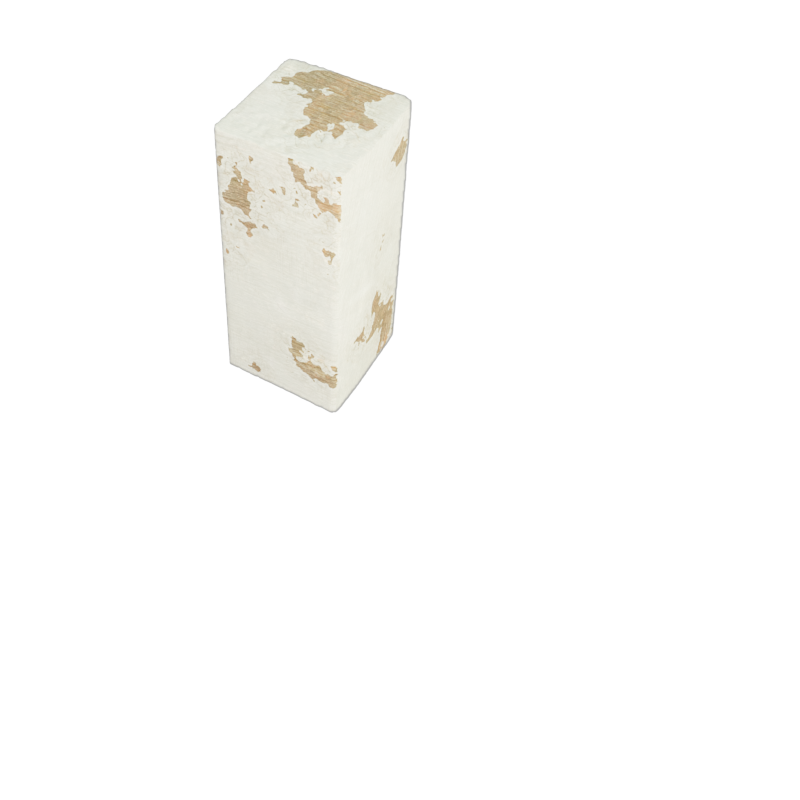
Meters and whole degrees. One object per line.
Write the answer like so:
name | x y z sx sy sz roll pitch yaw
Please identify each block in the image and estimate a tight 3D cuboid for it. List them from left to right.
block | -0.056 -0.103 0.723 0.094 0.192 0.093 24 50 18
